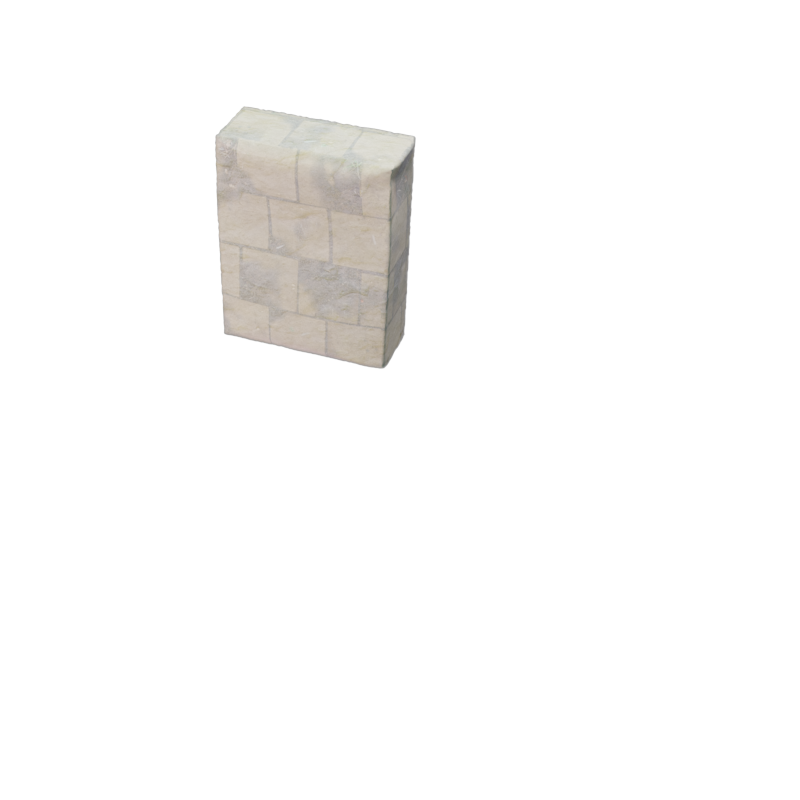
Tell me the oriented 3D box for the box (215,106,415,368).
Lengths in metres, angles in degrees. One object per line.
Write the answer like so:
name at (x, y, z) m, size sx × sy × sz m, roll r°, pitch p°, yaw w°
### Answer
box at (-0.078, -0.142, 0.996) m, size 0.169 × 0.200 × 0.074 m, roll 14°, pitch 37°, yaw 16°
